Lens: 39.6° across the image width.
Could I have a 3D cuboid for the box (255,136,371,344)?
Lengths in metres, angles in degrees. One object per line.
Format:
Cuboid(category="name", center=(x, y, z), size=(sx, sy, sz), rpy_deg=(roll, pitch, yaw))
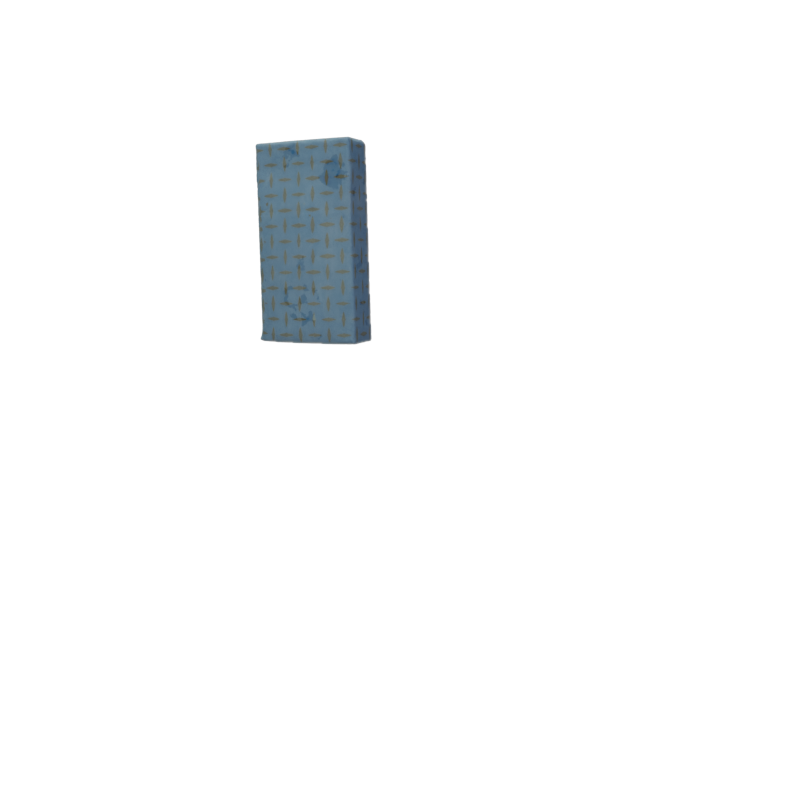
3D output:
Cuboid(category="box", center=(-0.076, -0.138, 0.969), size=(0.096, 0.177, 0.046), rpy_deg=(0, -2, 25))
